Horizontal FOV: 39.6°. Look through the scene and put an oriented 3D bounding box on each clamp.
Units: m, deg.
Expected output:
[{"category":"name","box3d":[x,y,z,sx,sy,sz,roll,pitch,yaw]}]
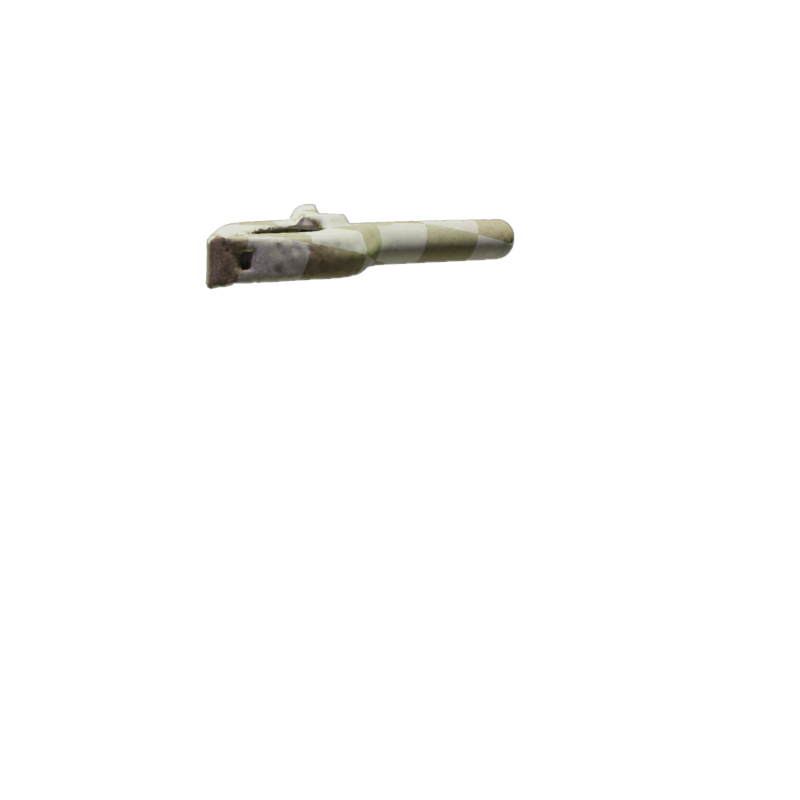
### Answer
[{"category":"clamp","box3d":[-0.053,-0.096,0.671,0.173,0.035,0.205,12,19,38]}]
